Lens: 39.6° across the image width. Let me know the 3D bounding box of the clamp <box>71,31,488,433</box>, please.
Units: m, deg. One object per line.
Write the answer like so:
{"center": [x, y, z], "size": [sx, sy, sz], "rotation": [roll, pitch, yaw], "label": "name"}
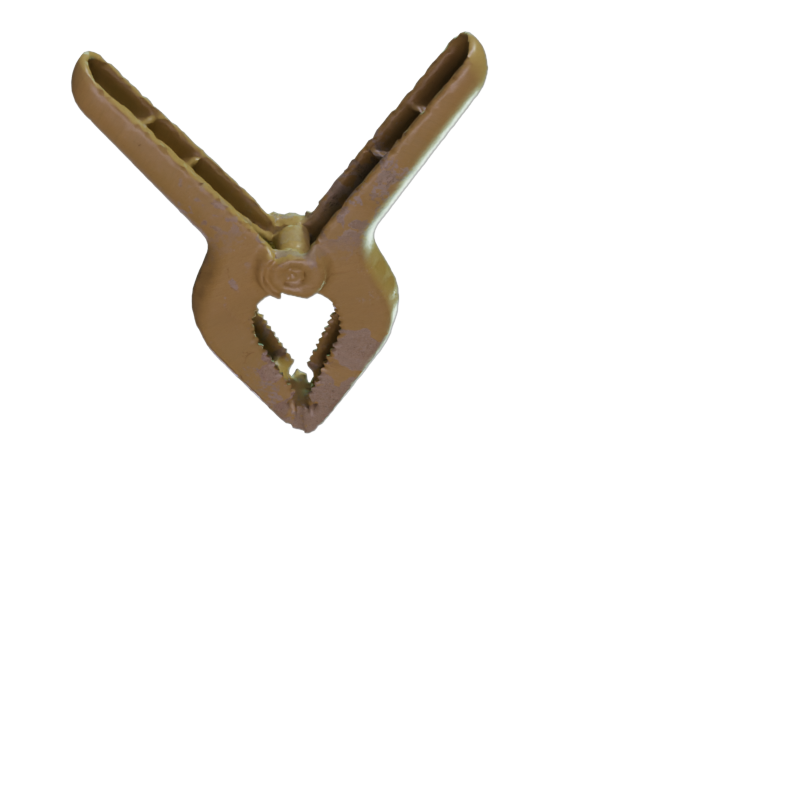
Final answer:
{"center": [-0.038, -0.070, 0.490], "size": [0.165, 0.195, 0.039], "rotation": [-6, 39, 5], "label": "clamp"}
